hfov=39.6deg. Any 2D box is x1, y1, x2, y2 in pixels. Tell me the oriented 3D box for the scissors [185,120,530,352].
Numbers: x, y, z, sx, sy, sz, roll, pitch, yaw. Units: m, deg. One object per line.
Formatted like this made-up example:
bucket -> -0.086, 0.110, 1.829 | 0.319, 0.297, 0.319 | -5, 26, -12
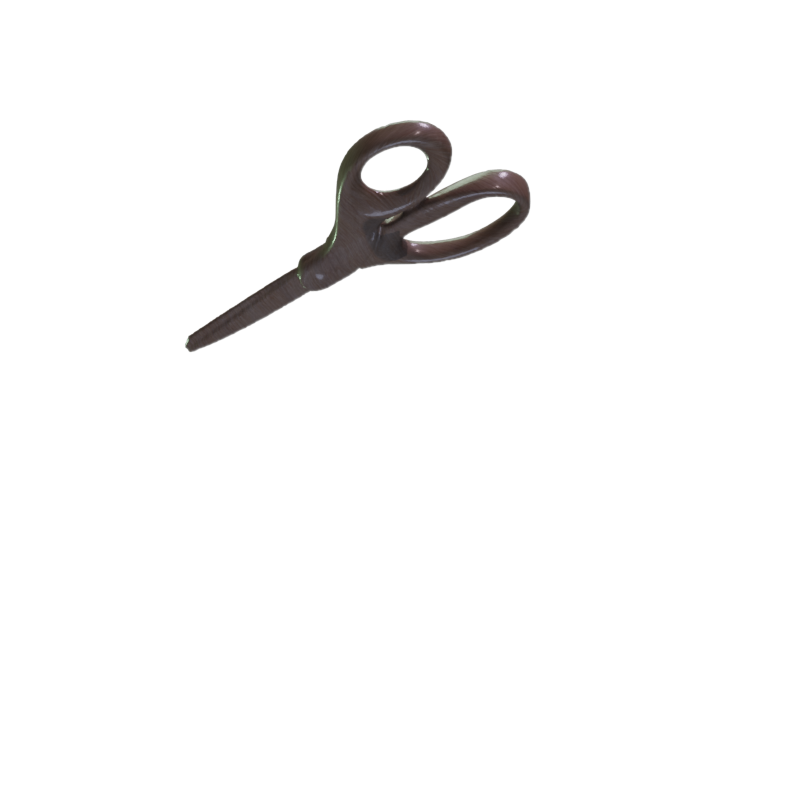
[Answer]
scissors -> -0.041, -0.074, 0.519 | 0.204, 0.017, 0.089 | -16, -38, 21
